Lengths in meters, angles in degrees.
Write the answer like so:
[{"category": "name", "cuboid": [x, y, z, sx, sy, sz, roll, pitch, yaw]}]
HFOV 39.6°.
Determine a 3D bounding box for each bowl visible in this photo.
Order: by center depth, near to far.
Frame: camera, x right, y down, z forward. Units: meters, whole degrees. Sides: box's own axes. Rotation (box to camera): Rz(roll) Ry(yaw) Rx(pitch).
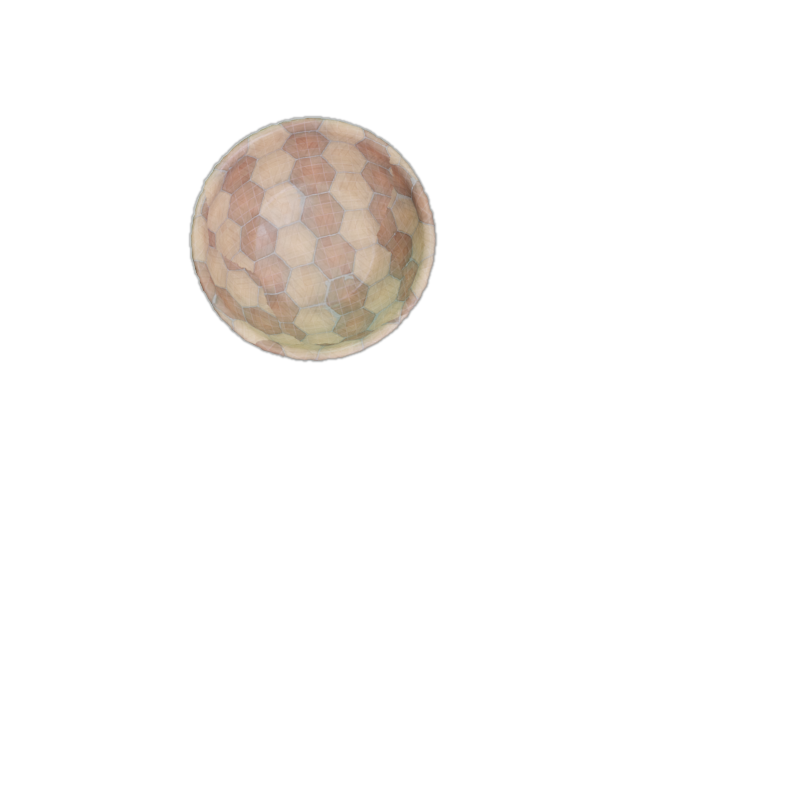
[{"category": "bowl", "cuboid": [-0.059, -0.108, 0.755, 0.162, 0.164, 0.054, 0, -5, 0]}]
